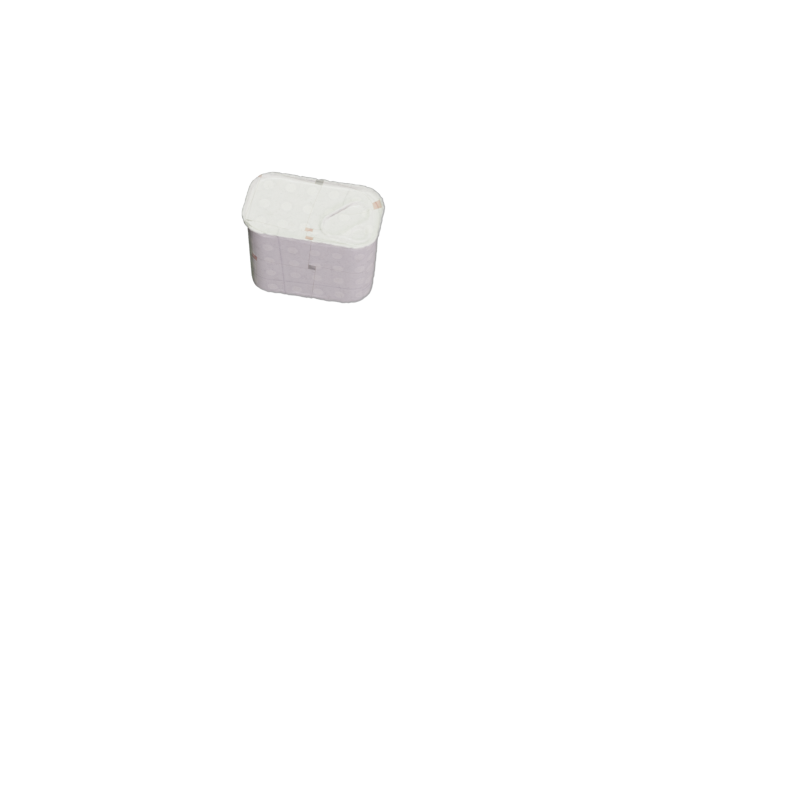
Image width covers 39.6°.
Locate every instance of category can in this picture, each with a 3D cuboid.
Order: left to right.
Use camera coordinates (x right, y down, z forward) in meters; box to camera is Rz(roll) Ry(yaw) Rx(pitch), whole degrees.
[{"bbox_3d":[-0.066,-0.120,0.839,0.103,0.061,0.078,10,-31,4],"label":"can"}]
